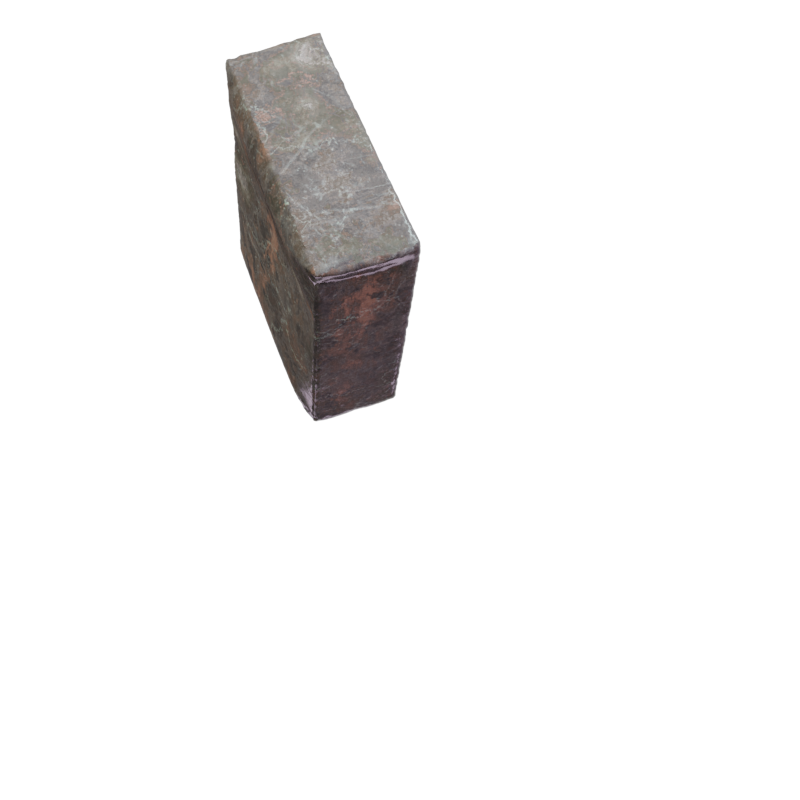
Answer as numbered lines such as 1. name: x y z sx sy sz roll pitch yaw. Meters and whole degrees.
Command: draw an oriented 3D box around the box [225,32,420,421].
1. box: -0.057 -0.103 0.723 0.071 0.175 0.202 -18 -24 -12
